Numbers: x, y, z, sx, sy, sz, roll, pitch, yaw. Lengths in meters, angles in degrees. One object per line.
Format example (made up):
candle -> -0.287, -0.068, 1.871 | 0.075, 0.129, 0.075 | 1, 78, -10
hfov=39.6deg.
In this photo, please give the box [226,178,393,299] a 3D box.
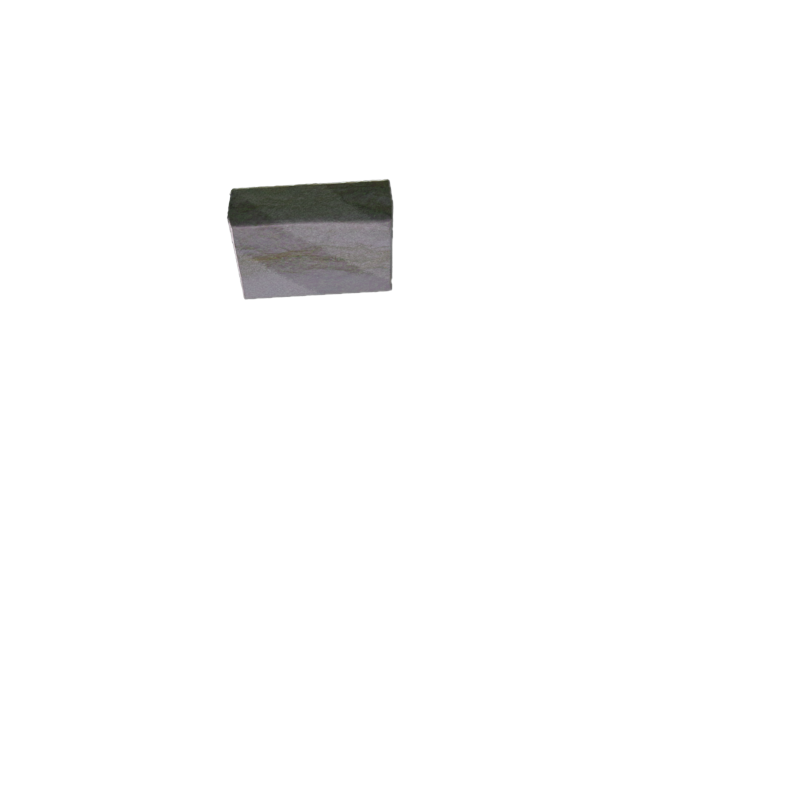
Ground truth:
box -> -0.062, -0.112, 0.786 | 0.114, 0.042, 0.084 | -1, -31, 1
